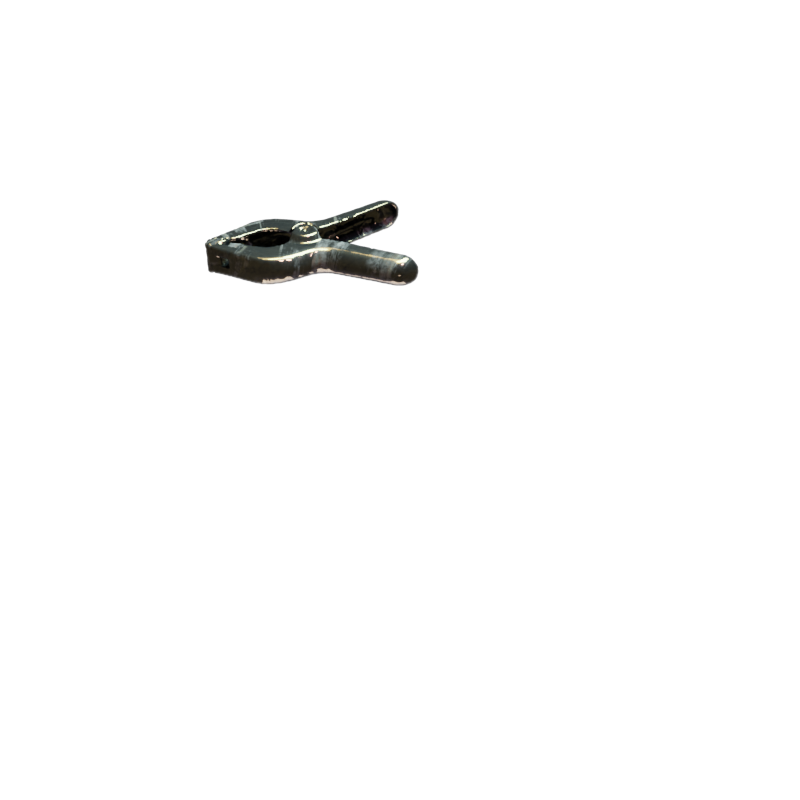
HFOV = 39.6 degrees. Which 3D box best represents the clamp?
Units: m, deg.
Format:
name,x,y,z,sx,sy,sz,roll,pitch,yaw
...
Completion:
name,x,y,z,sx,sy,sz,roll,pitch,yaw
clamp,-0.072,-0.131,0.914,0.172,0.037,0.126,2,28,3
